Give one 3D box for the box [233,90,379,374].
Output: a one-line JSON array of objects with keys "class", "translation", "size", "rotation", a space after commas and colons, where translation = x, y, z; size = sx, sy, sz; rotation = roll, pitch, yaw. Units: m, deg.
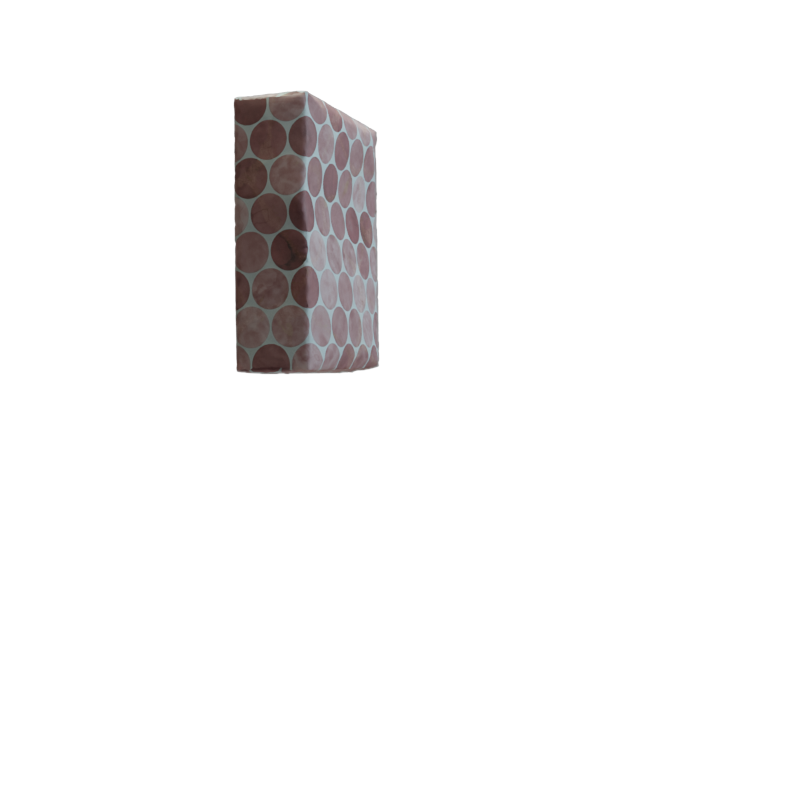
[{"class": "box", "translation": [-0.071, -0.130, 0.907], "size": [0.073, 0.217, 0.158], "rotation": [-2, -4, 19]}]
